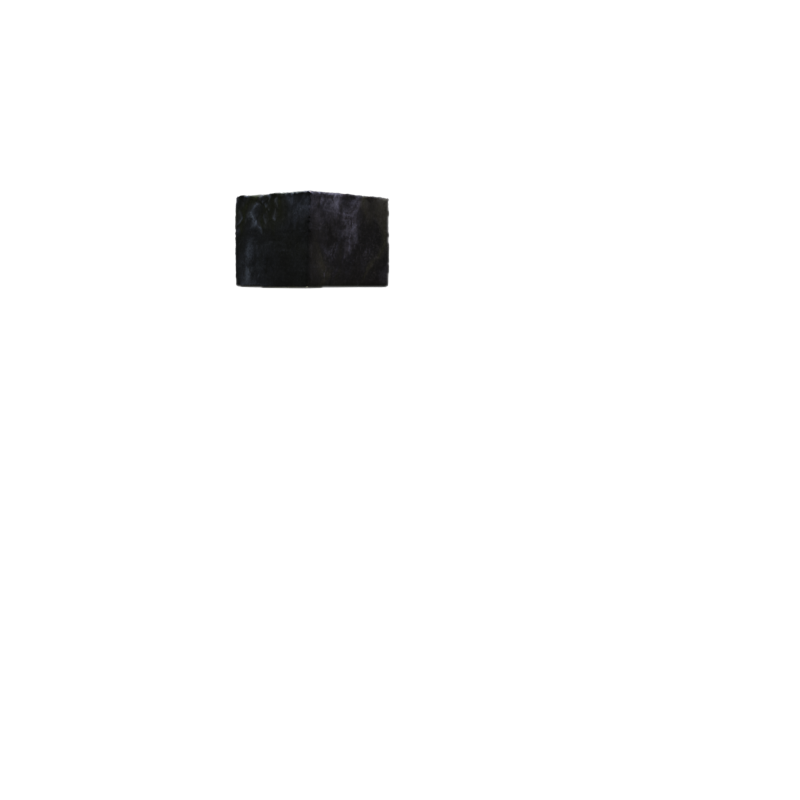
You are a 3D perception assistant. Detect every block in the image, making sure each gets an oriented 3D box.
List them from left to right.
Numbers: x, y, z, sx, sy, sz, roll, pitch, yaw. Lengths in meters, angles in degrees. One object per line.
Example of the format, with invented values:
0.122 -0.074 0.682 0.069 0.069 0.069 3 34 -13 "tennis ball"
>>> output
-0.048 -0.088 0.618 0.055 0.051 0.075 2 4 34 "block"
